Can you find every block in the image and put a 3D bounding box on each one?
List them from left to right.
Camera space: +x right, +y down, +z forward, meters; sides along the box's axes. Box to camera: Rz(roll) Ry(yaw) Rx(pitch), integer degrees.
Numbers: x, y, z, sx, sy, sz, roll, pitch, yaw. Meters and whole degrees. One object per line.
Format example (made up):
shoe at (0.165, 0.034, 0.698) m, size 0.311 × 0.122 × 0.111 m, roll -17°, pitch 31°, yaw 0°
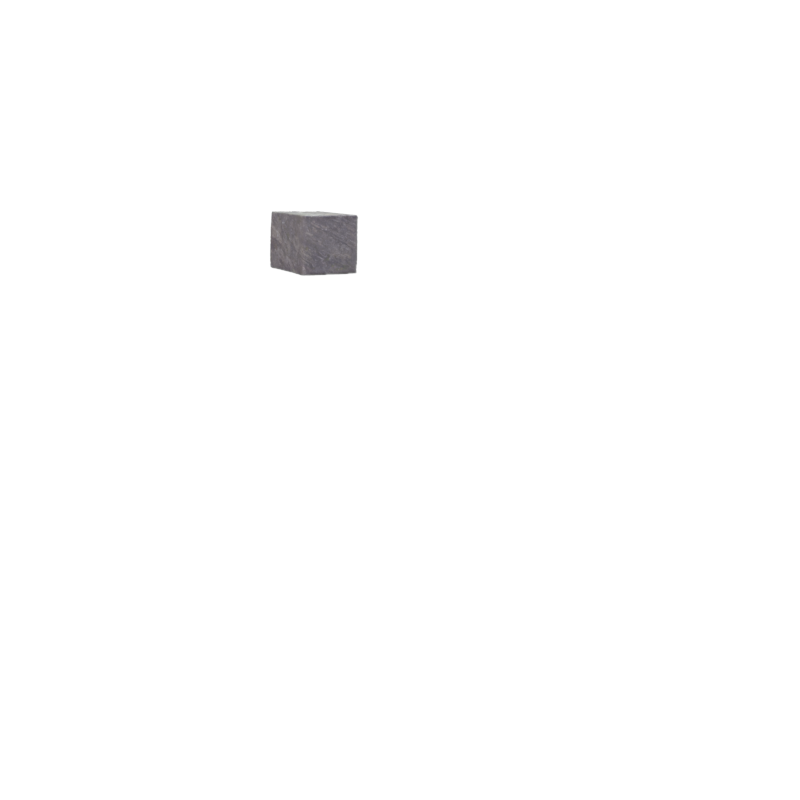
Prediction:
block at (-0.076, -0.138, 0.968) m, size 0.051 × 0.050 × 0.081 m, roll -4°, pitch 11°, yaw -26°
